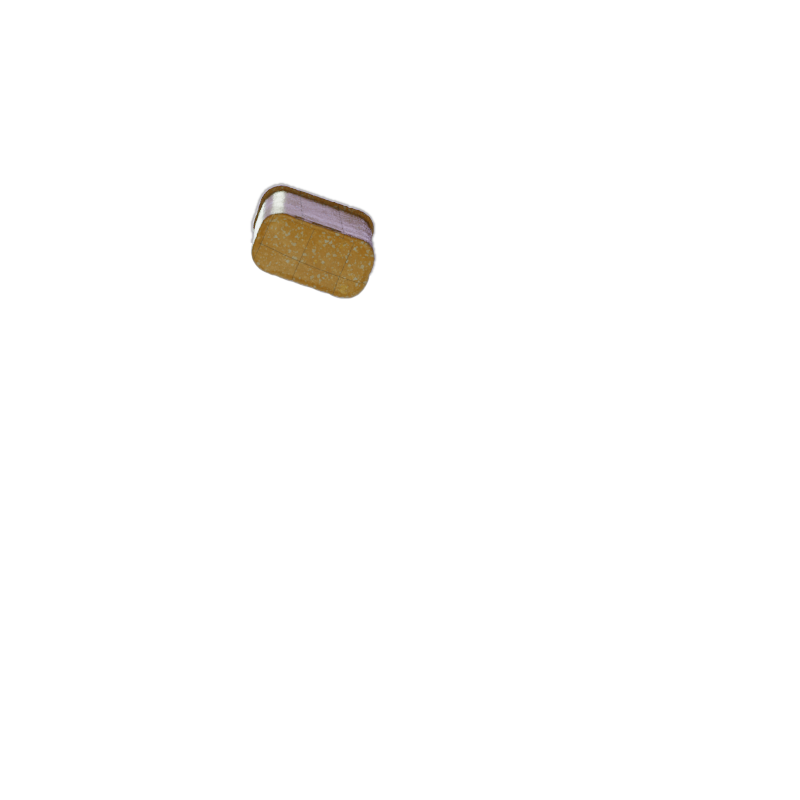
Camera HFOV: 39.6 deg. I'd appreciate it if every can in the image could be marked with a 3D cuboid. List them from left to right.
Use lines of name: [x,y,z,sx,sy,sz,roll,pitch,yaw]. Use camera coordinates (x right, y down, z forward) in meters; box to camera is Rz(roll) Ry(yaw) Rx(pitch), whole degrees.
can: [-0.071,-0.130,0.908,0.101,0.056,0.088,17,20,-8]
